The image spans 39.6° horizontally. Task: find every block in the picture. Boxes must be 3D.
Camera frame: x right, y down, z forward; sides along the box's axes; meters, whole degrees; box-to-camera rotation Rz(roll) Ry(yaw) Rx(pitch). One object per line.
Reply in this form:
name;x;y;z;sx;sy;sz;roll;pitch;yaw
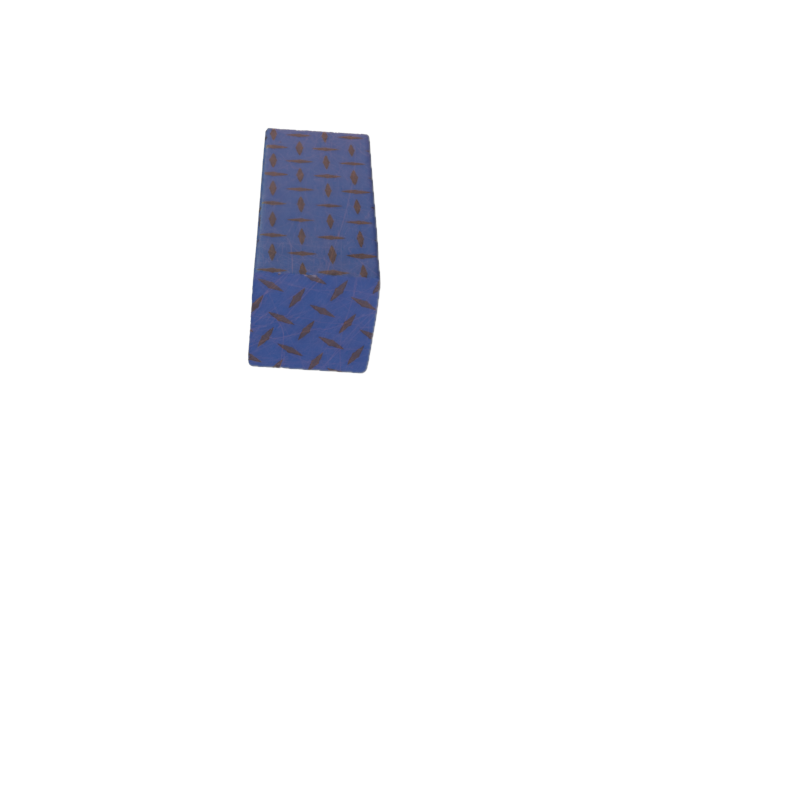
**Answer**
block;-0.068;-0.124;0.875;0.090;0.085;0.221;3;39;-6
